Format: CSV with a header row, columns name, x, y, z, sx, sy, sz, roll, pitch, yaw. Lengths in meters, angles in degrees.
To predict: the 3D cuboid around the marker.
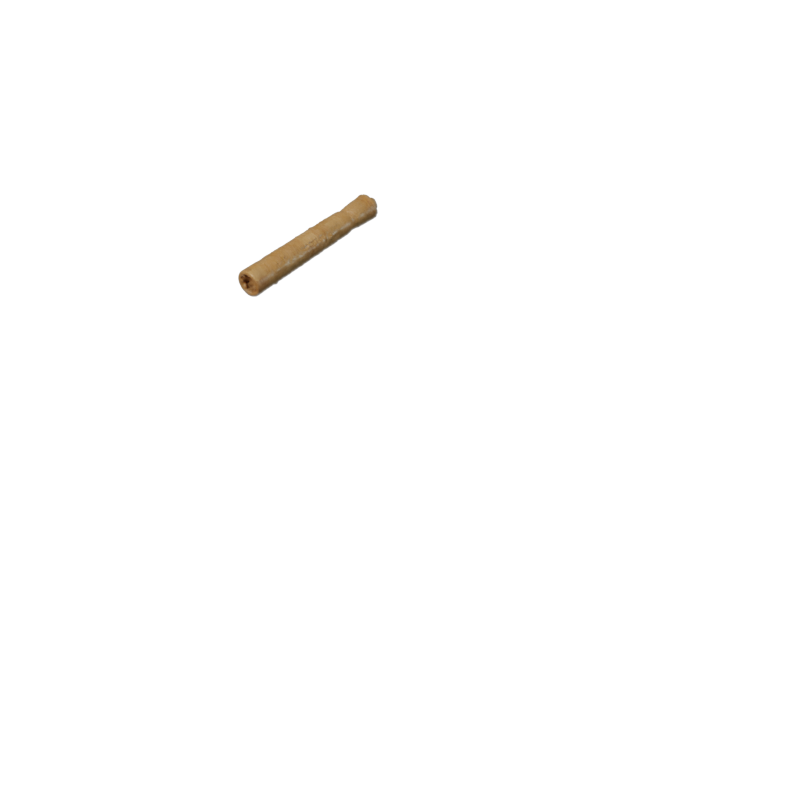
name,x,y,z,sx,sy,sz,roll,pitch,yaw
marker,-0.057,-0.105,0.733,0.021,0.019,0.122,4,34,46
